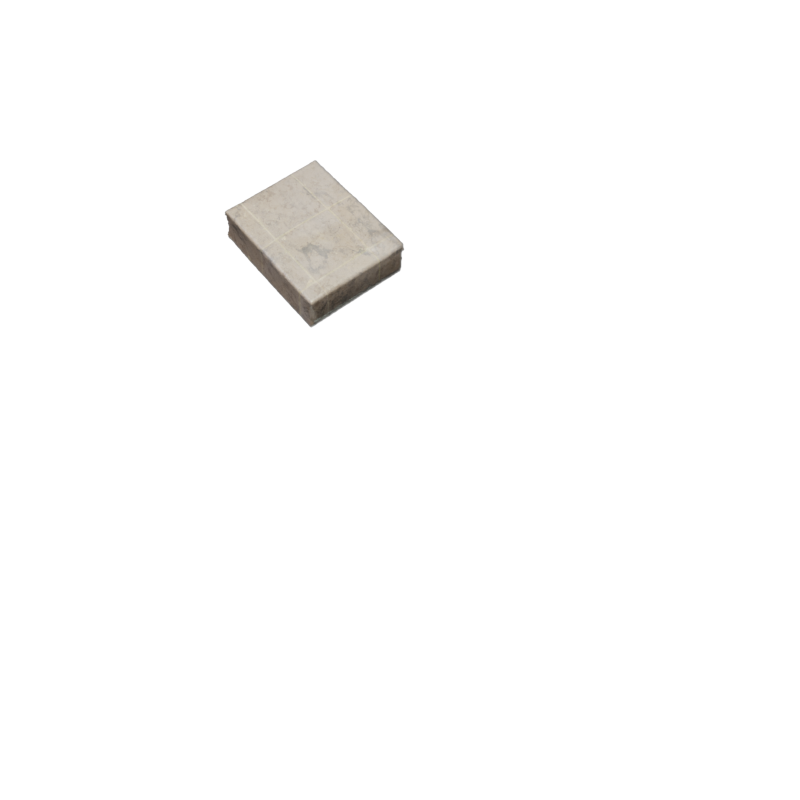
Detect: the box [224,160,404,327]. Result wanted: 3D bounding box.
[{"bbox_3d":[-0.067,-0.122,0.855,0.090,0.121,0.036,-33,-30,-23],"label":"box"}]
